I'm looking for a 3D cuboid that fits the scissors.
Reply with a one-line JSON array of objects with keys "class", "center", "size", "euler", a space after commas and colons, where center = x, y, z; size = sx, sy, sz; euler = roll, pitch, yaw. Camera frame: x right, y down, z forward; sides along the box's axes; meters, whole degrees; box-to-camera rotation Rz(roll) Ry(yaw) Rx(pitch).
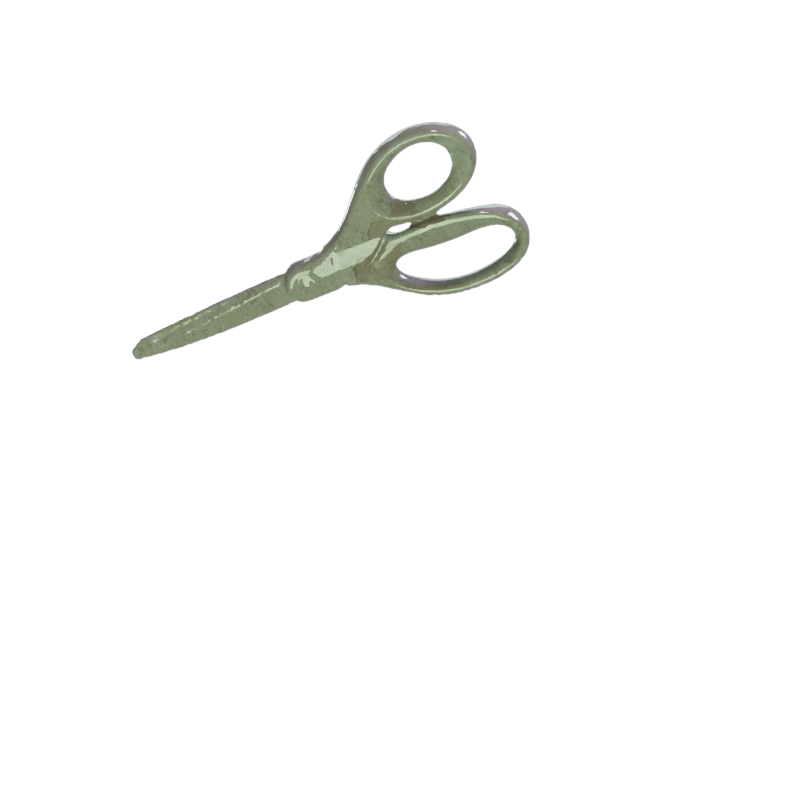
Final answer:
[{"class": "scissors", "center": [-0.041, -0.075, 0.525], "size": [0.202, 0.090, 0.017], "euler": [-9, 29, 5]}]
